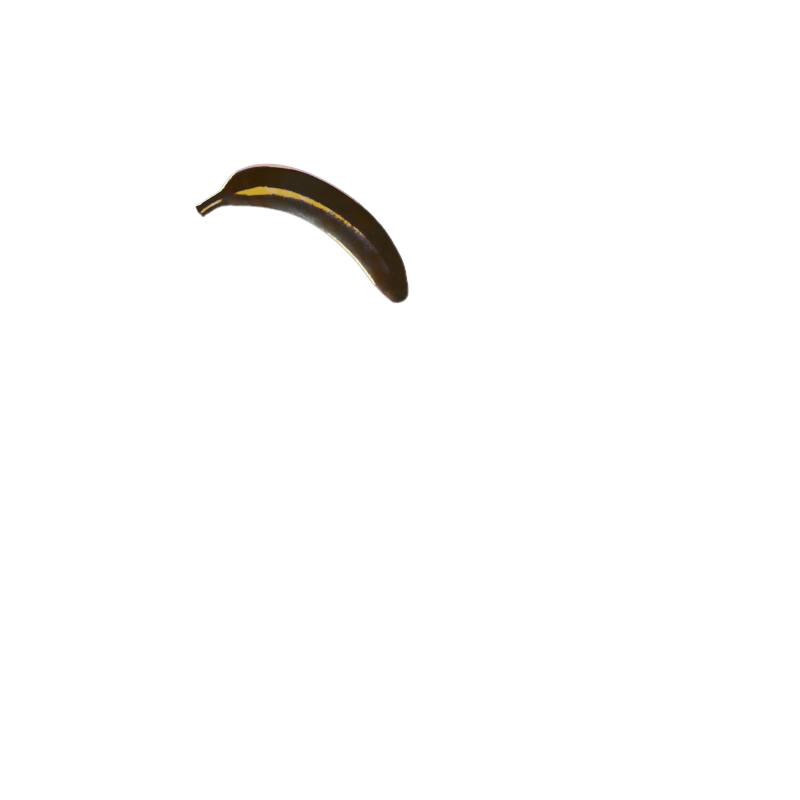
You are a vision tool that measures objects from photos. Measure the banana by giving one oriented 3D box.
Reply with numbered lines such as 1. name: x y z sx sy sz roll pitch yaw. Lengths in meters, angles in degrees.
1. banana: -0.067 -0.147 0.919 0.192 0.067 0.039 24 28 -14
